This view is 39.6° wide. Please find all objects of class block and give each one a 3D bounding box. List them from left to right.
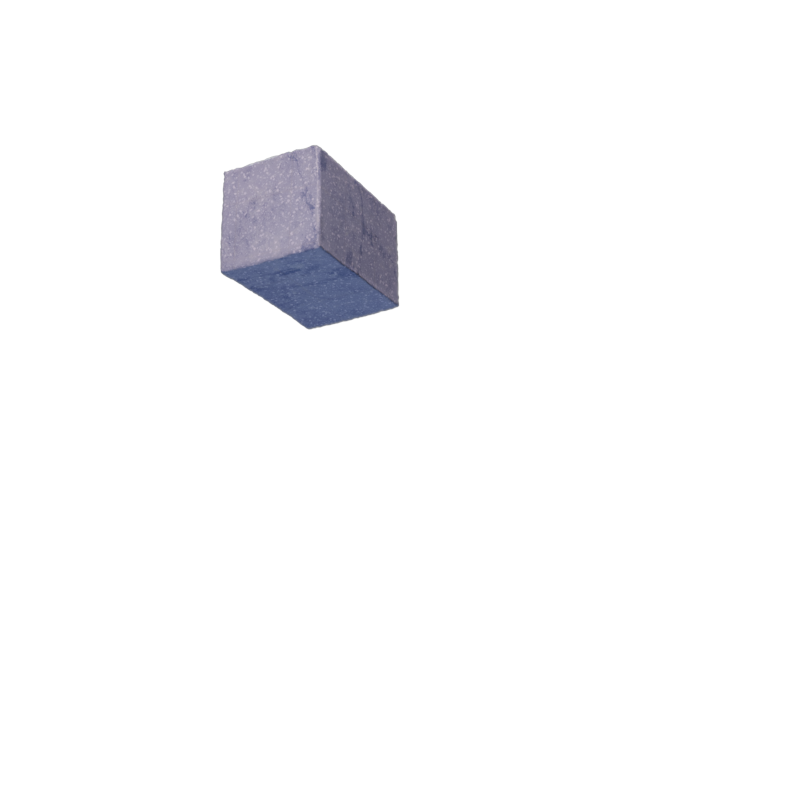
[{"bbox_3d":[-0.040,-0.073,0.513,0.054,0.054,0.073,-13,-25,25],"label":"block"}]
